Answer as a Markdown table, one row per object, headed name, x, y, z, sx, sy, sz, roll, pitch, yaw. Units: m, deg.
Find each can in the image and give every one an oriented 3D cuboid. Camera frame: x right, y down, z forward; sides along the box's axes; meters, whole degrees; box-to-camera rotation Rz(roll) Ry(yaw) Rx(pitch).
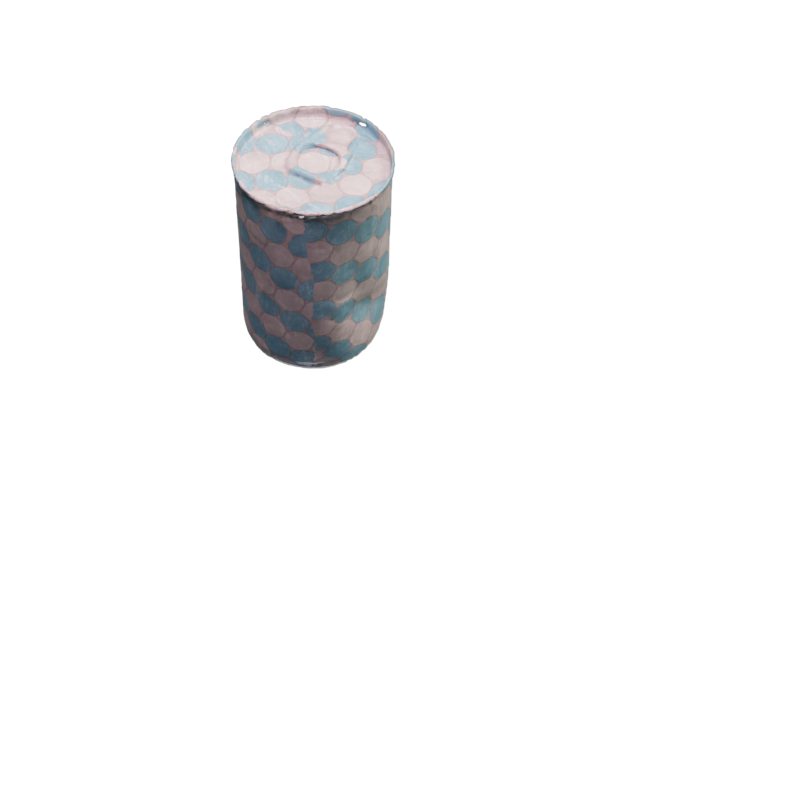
| name | x | y | z | sx | sy | sz | roll | pitch | yaw |
| --- | --- | --- | --- | --- | --- | --- | --- | --- | --- |
| can | -0.039 | -0.071 | 0.495 | 0.068 | 0.074 | 0.095 | 0 | -40 | -3 |
